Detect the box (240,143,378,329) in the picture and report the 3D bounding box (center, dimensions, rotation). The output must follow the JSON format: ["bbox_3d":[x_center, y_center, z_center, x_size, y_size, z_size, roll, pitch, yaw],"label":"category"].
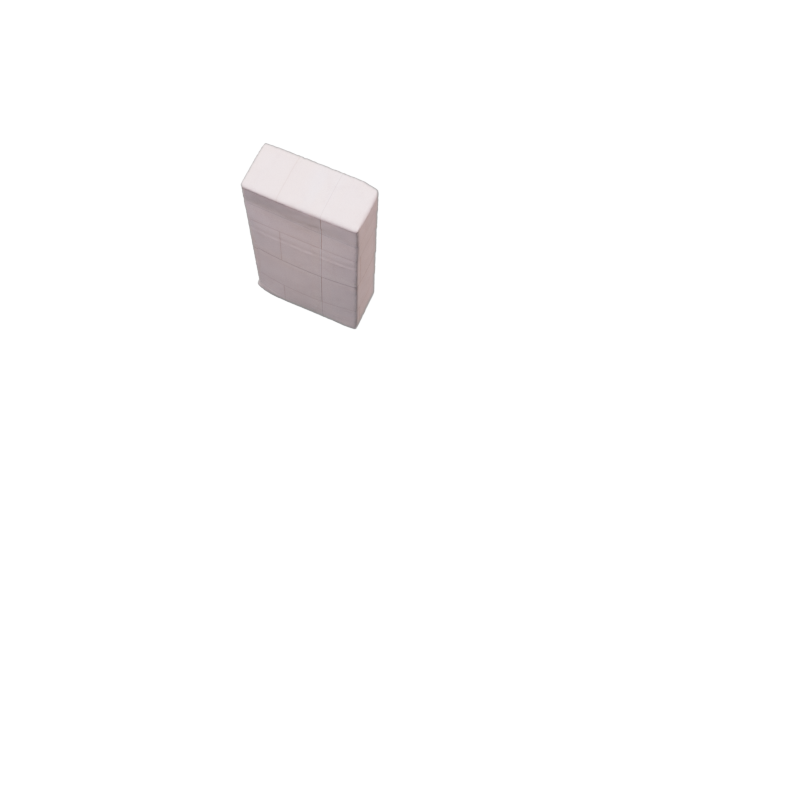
[{"bbox_3d":[-0.066,-0.121,0.847,0.095,0.050,0.167,25,-22,7],"label":"box"}]
